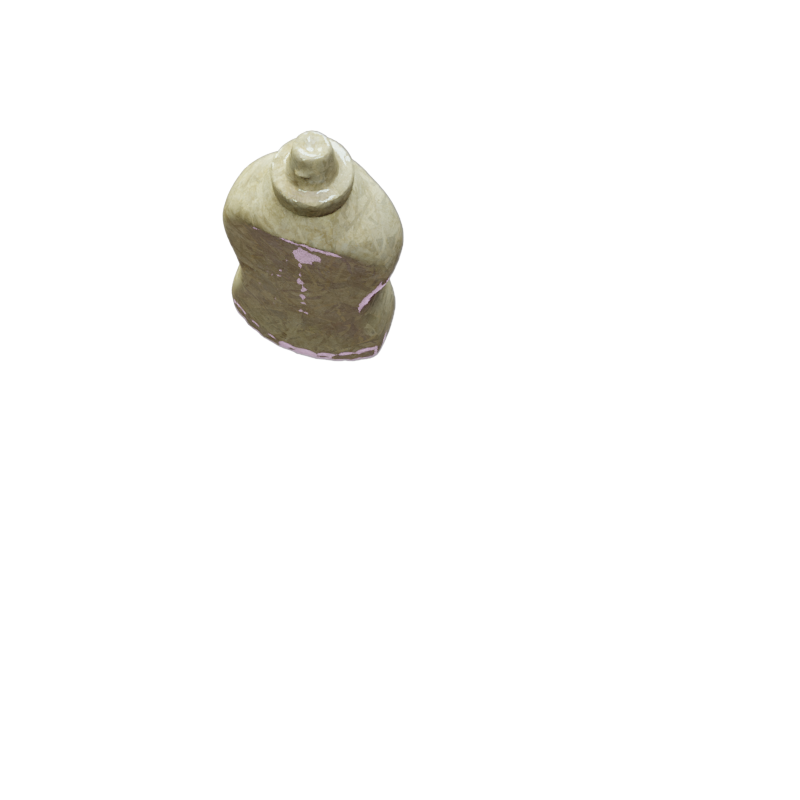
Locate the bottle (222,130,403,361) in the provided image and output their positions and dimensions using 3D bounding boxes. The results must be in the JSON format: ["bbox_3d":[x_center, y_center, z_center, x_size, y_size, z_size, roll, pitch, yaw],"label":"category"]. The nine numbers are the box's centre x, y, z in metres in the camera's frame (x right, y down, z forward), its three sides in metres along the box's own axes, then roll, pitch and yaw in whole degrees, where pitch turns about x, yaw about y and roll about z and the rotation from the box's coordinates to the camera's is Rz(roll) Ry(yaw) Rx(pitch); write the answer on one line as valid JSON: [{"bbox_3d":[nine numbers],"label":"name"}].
[{"bbox_3d":[-0.047,-0.085,0.600,0.098,0.060,0.182,22,-22,6],"label":"bottle"}]
